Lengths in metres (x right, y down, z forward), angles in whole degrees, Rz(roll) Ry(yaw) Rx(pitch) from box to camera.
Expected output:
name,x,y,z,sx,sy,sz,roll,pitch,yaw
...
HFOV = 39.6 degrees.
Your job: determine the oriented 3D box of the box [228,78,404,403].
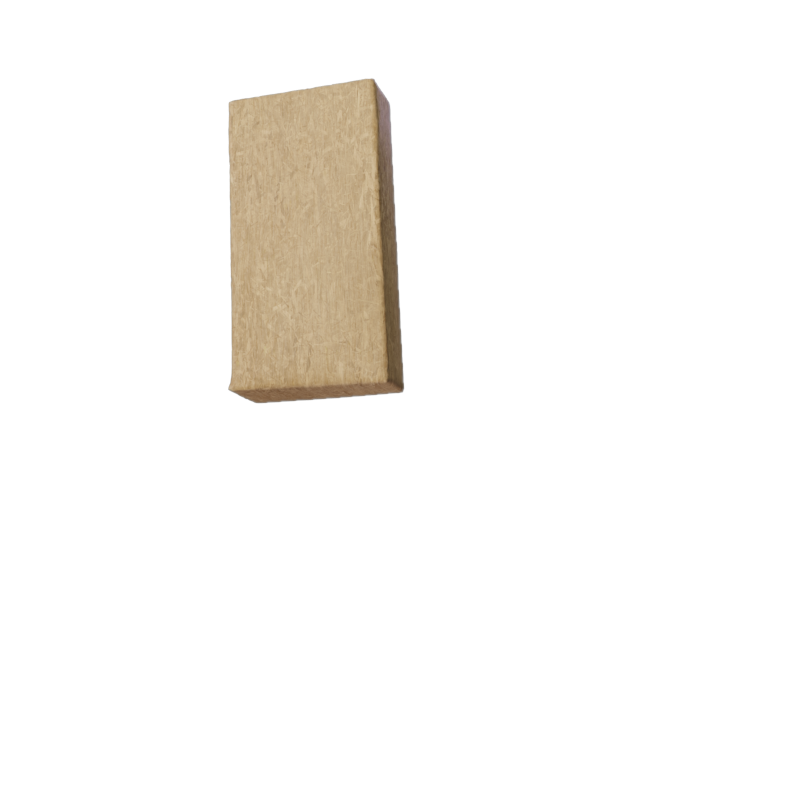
name,x,y,z,sx,sy,sz,roll,pitch,yaw
box,-0.050,-0.091,0.637,0.095,0.184,0.045,-6,-18,16
